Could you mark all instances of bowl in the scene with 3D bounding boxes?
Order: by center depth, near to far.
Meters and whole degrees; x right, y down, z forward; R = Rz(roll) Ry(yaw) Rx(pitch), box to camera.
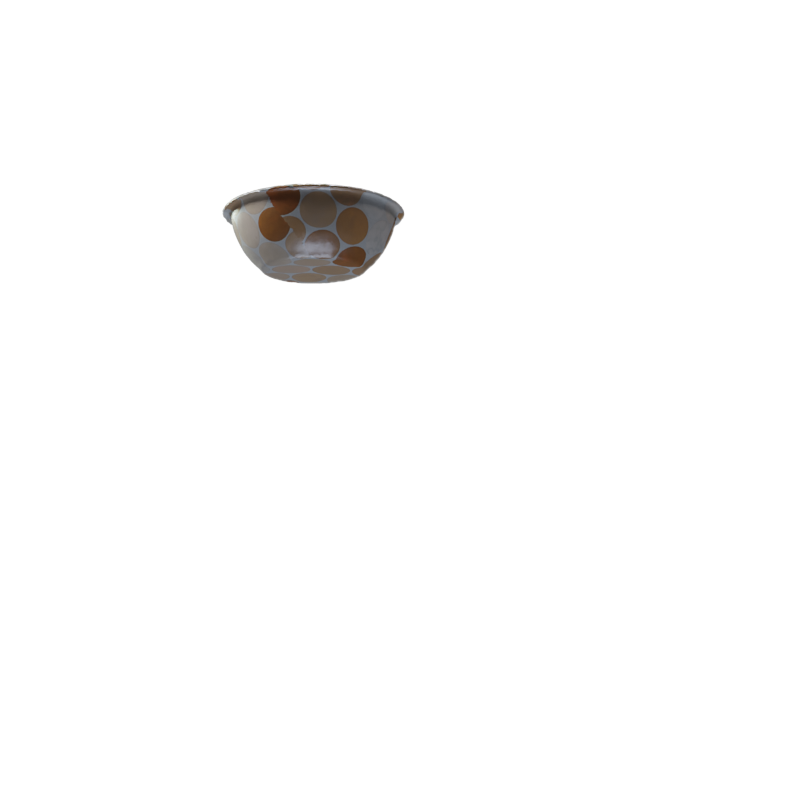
[{"bbox_3d":[-0.077,-0.140,0.983,0.162,0.057,0.157,0,-9,-2],"label":"bowl"}]
